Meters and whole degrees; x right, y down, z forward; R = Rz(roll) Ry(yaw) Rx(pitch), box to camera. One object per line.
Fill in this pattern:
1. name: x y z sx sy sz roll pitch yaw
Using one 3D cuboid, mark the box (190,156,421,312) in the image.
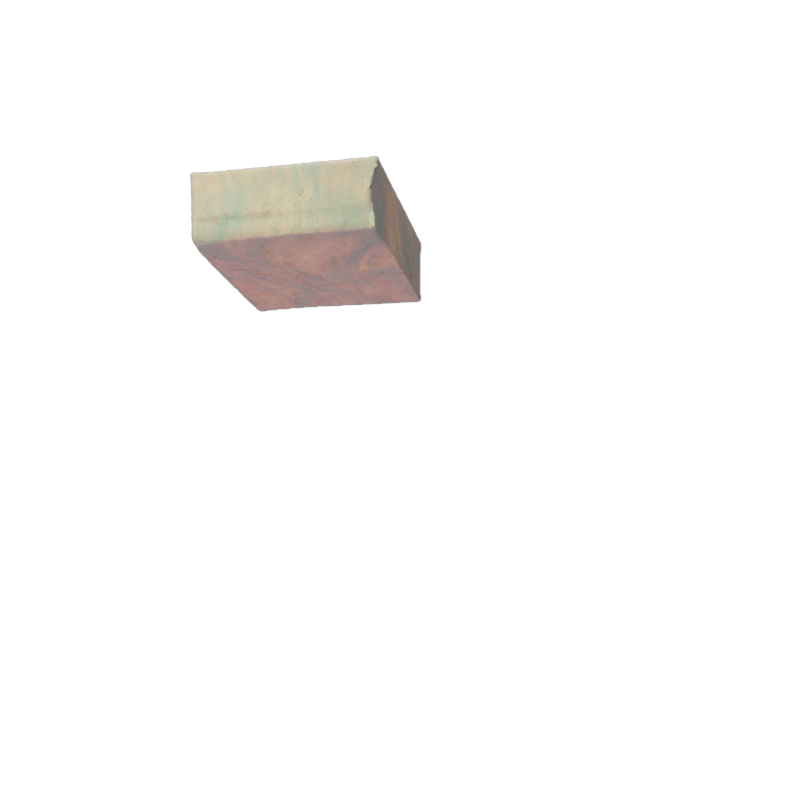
1. box: -0.042 -0.077 0.541 0.091 0.040 0.108 -3 -13 12
